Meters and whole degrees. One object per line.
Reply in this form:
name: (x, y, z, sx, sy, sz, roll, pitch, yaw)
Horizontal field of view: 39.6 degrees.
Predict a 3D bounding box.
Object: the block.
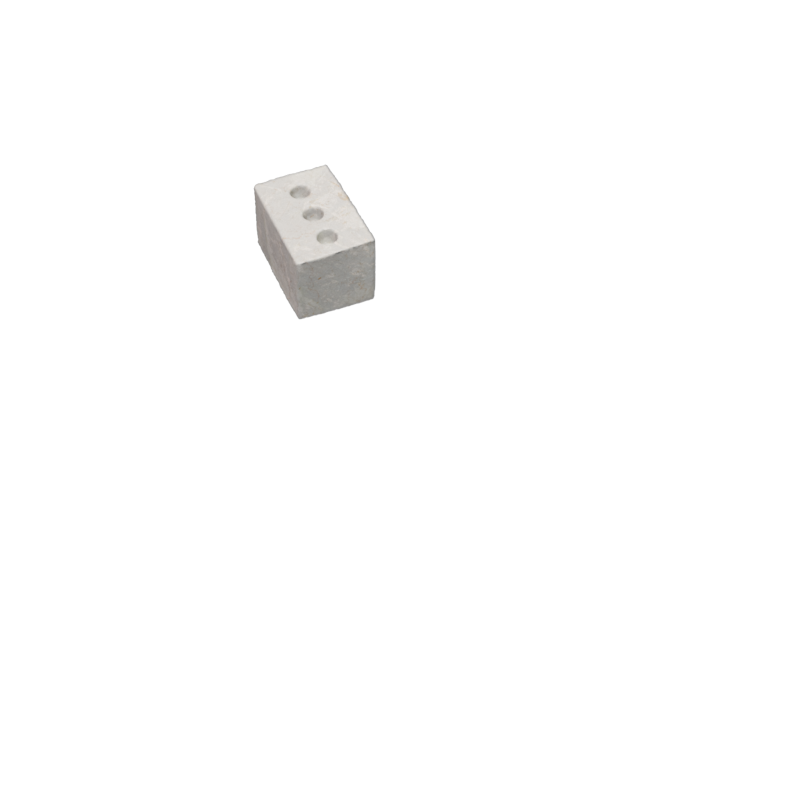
block: (-0.055, -0.100, 0.697, 0.052, 0.084, 0.048, -18, -39, -17)
